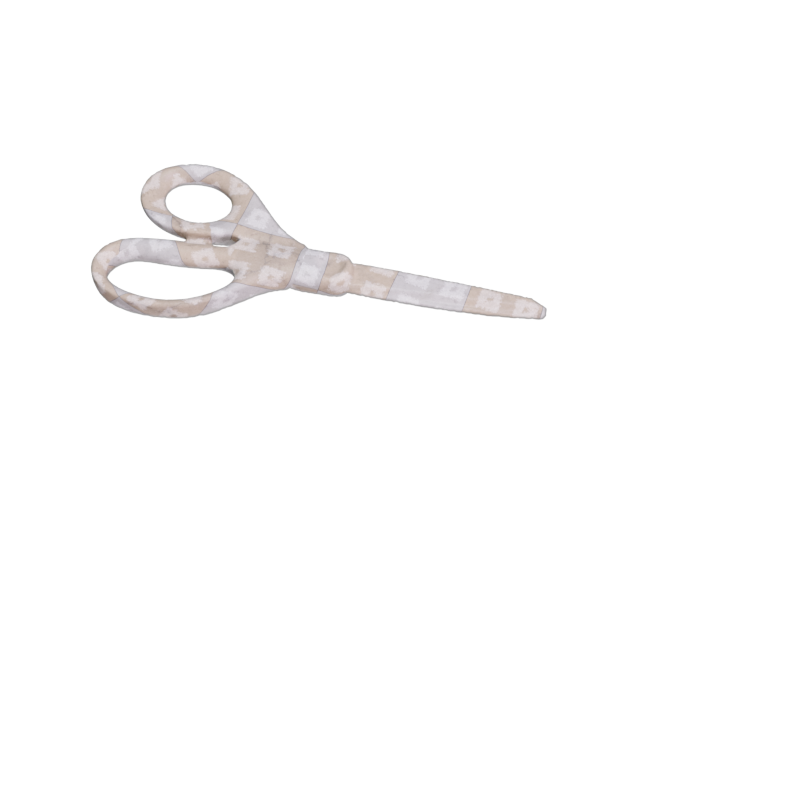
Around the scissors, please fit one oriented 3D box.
[{"bbox_3d":[-0.040,-0.073,0.515,0.201,0.103,0.015,-2,-37,-2],"label":"scissors"}]
